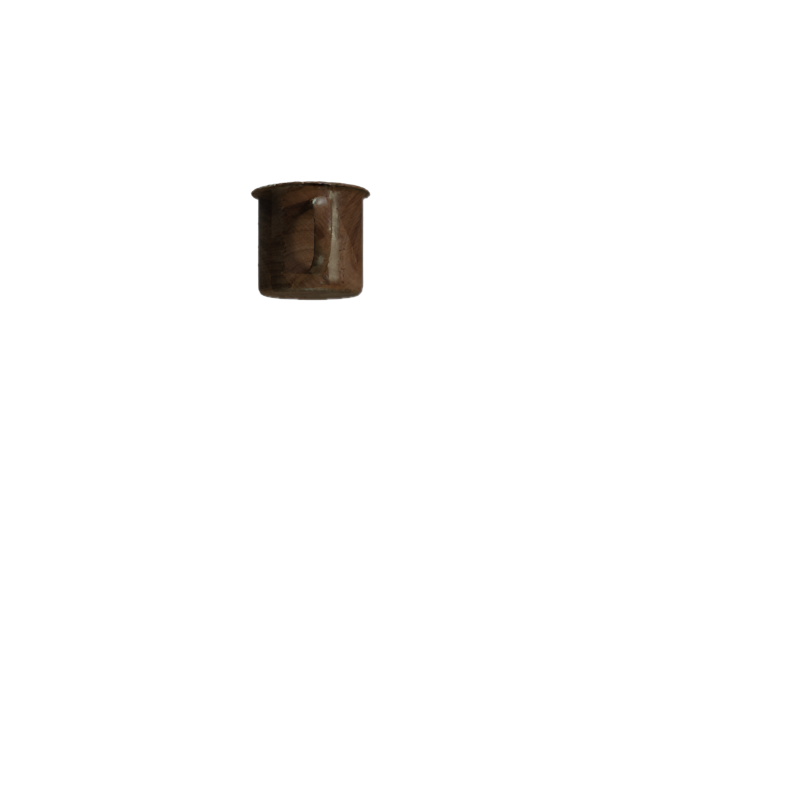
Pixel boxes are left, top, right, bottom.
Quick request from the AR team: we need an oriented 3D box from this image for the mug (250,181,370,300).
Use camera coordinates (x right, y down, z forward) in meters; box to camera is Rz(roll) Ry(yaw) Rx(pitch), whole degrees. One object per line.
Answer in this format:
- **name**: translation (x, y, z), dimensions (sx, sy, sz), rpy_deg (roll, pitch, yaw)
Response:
- **mug**: translation (-0.066, -0.121, 0.849), dimensions (0.092, 0.083, 0.118), rpy_deg (1, -3, -13)
